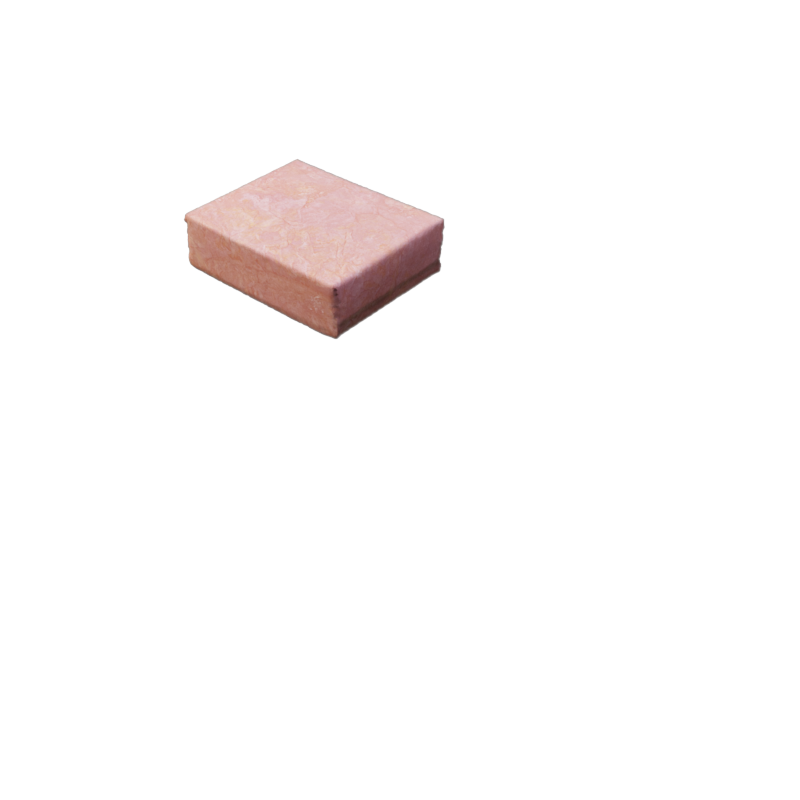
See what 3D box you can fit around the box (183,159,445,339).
[{"bbox_3d":[-0.047,-0.086,0.603,0.121,0.036,0.090,29,46,31],"label":"box"}]
